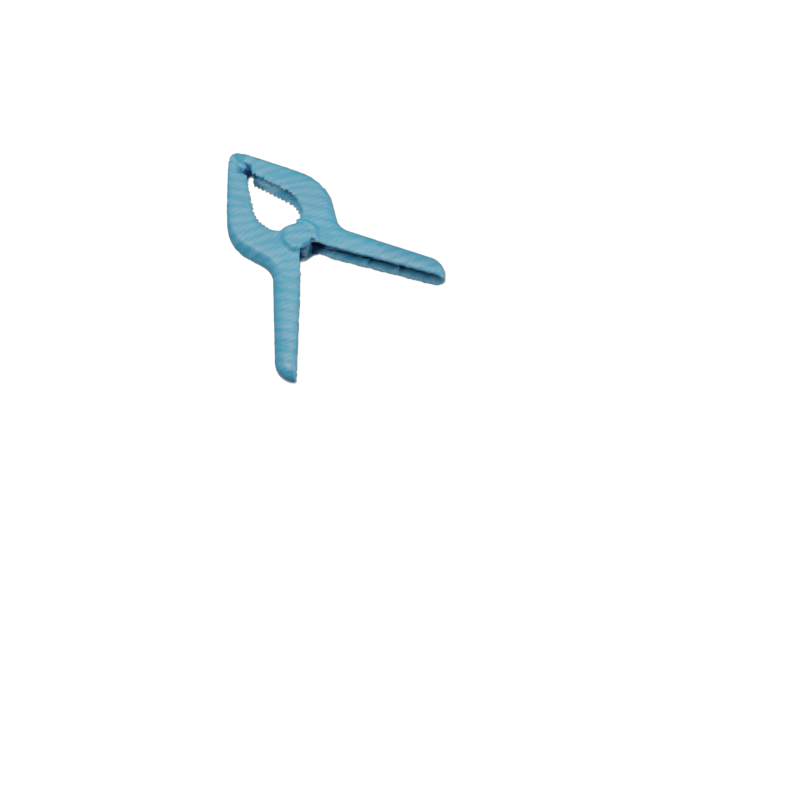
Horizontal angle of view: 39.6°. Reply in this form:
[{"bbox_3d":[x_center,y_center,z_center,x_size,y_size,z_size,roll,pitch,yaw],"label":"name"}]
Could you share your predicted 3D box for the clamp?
[{"bbox_3d":[-0.074,-0.135,0.944,0.164,0.223,0.034,-27,-24,-13],"label":"clamp"}]
